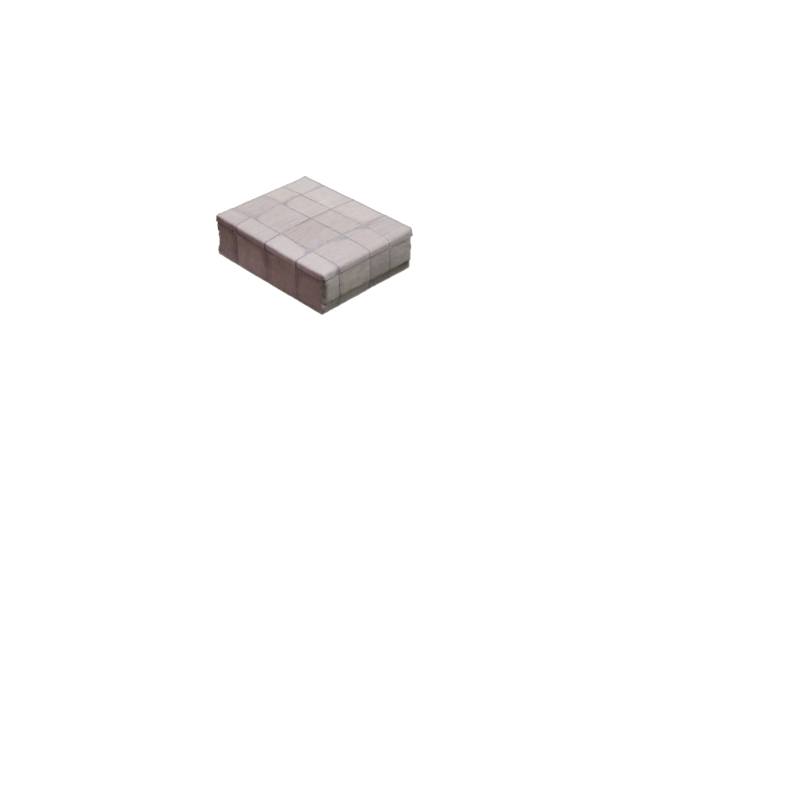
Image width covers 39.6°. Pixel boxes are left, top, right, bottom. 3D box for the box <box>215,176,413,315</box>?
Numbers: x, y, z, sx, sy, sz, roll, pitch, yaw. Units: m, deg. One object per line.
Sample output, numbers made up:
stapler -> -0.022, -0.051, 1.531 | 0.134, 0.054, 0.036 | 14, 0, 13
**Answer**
box -> -0.062, -0.113, 0.791 | 0.121, 0.036, 0.090 | 29, 43, 35
